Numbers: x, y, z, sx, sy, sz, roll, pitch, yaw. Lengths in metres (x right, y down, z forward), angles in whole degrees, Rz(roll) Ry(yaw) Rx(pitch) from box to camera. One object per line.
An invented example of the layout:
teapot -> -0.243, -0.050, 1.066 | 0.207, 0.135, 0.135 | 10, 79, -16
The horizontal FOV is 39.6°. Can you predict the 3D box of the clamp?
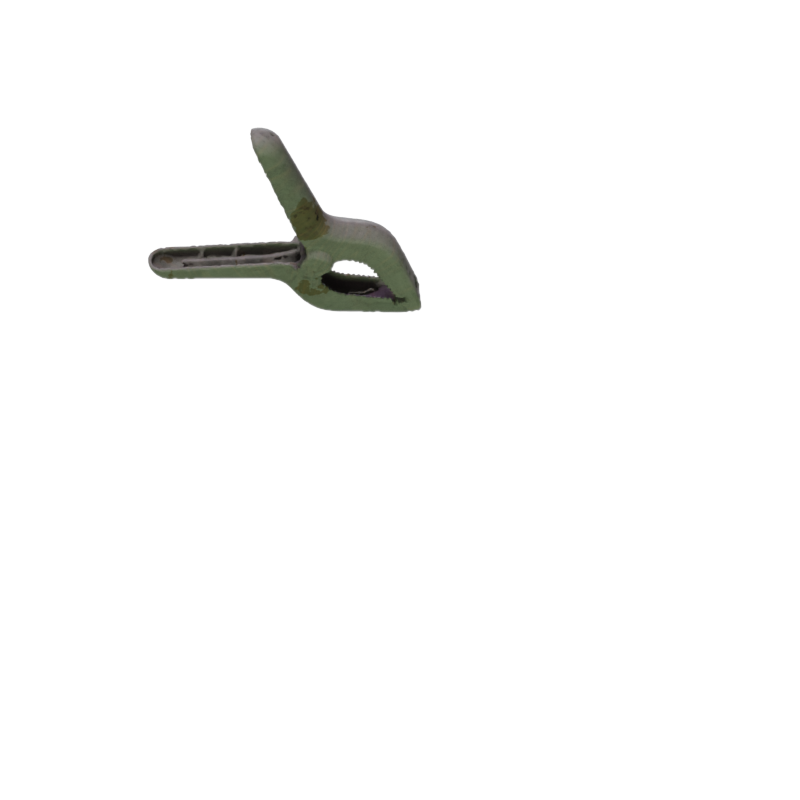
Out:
clamp -> -0.066, -0.120, 0.840 | 0.202, 0.039, 0.159 | 18, -41, -22
